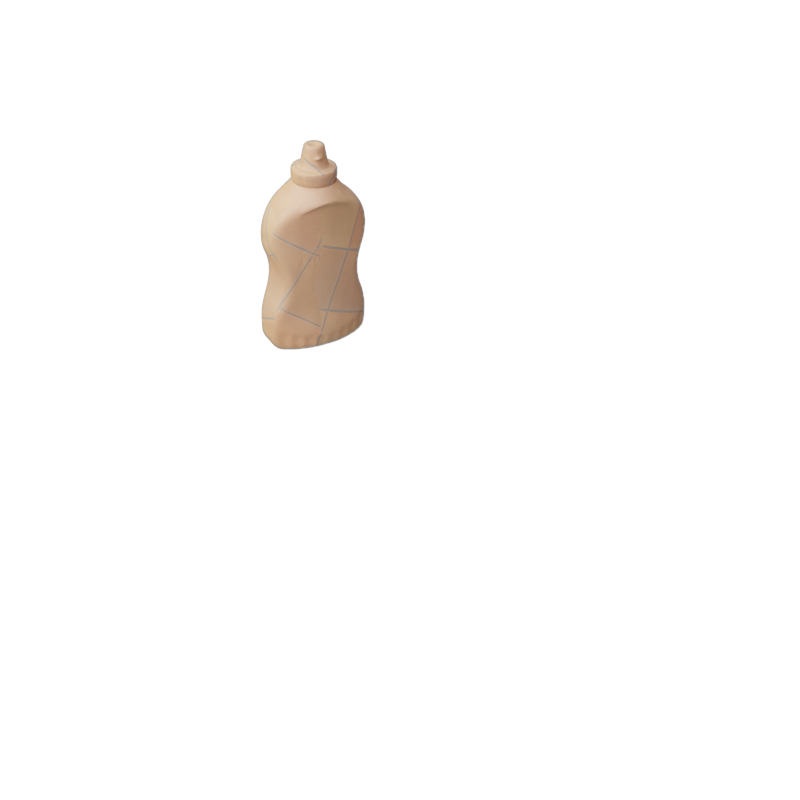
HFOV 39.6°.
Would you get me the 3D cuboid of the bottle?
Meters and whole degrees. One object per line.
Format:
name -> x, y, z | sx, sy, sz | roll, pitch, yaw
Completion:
bottle -> -0.078, -0.142, 0.998 | 0.094, 0.181, 0.063 | -13, 33, -24
